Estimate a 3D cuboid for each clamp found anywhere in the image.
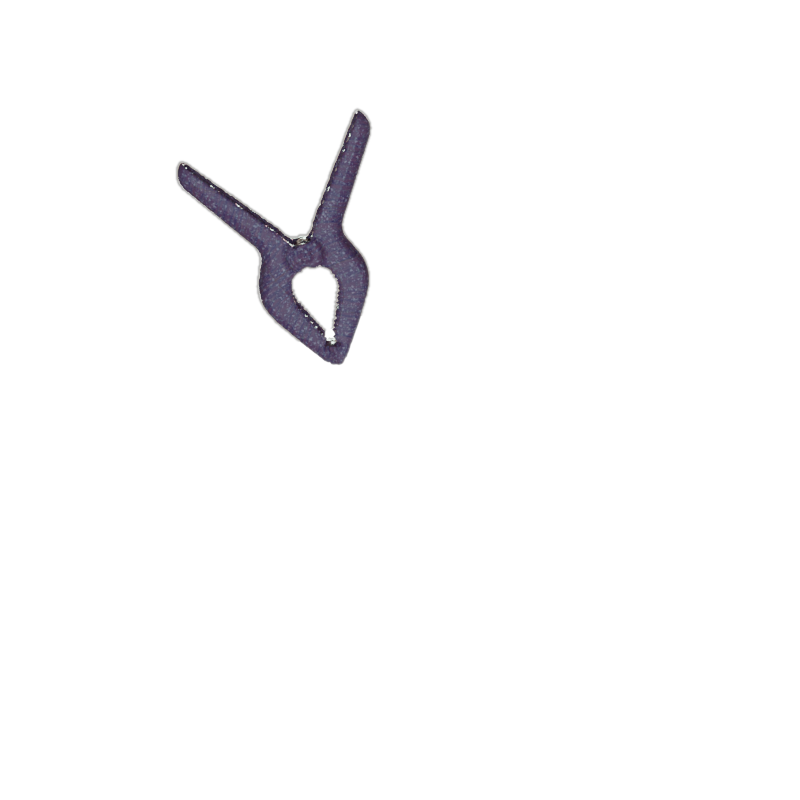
[{"bbox_3d":[-0.073,-0.133,0.932,0.165,0.203,0.038,-22,12,5],"label":"clamp"}]
